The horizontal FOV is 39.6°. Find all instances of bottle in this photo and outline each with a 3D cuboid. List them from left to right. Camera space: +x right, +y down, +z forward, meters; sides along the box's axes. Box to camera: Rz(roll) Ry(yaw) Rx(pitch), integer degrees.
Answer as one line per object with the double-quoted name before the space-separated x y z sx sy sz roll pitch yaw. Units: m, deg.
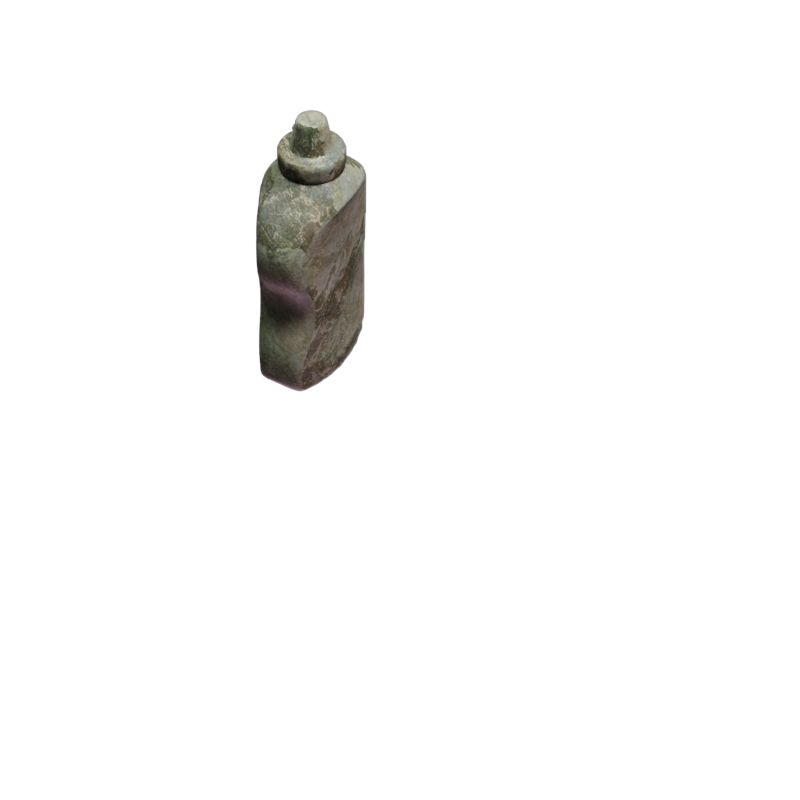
"bottle" -0.055 -0.100 0.698 0.061 0.179 0.099 23 50 16
